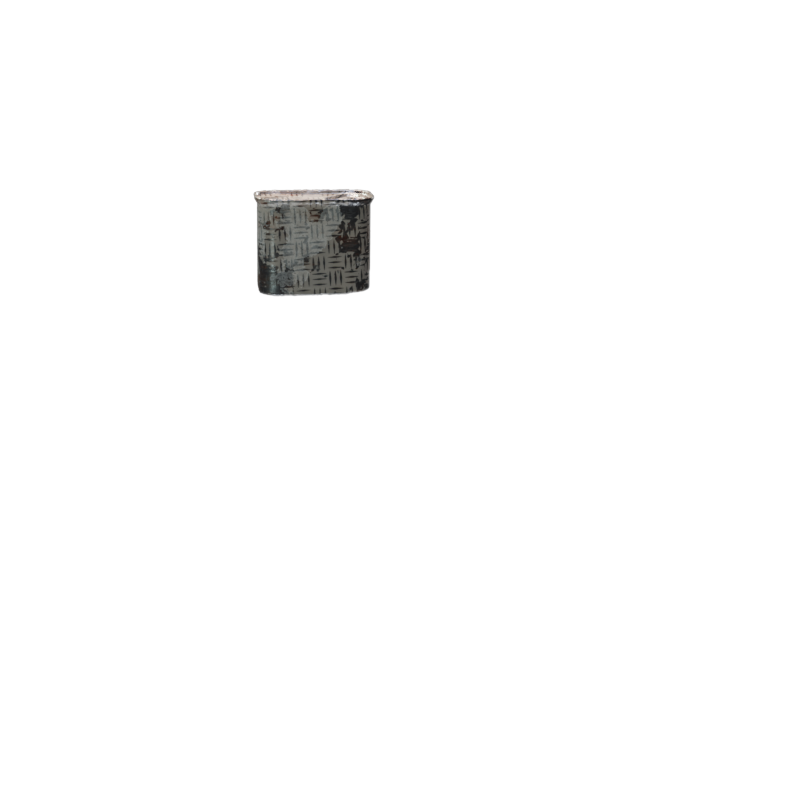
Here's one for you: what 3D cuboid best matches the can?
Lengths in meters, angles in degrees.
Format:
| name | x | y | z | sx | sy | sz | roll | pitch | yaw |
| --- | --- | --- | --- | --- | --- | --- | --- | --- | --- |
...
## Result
| name | x | y | z | sx | sy | sz | roll | pitch | yaw |
| --- | --- | --- | --- | --- | --- | --- | --- | --- | --- |
| can | -0.075 | -0.136 | 0.955 | 0.101 | 0.081 | 0.060 | -1 | 14 | -7 |
